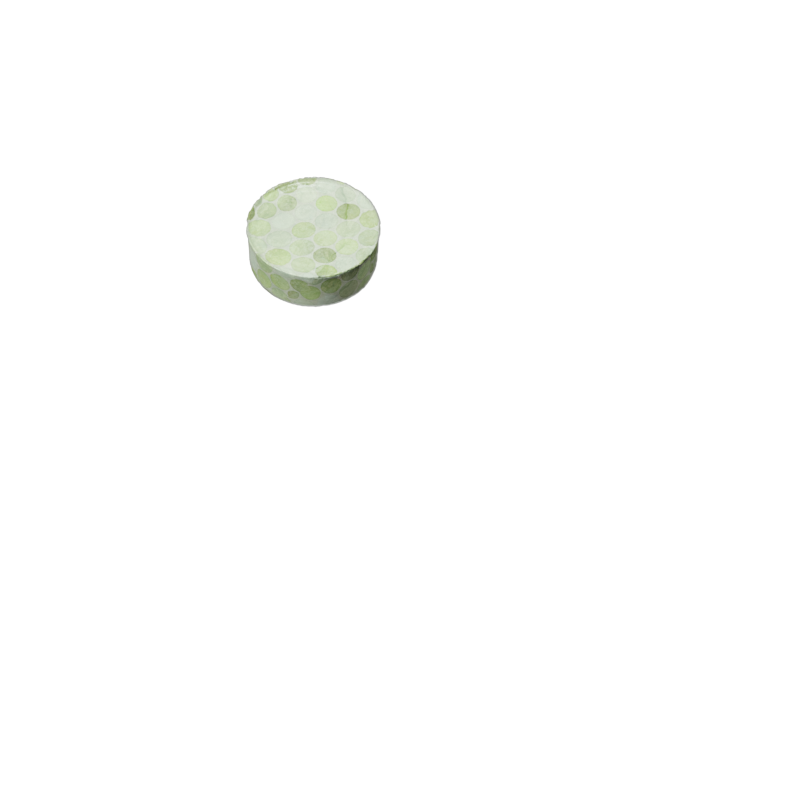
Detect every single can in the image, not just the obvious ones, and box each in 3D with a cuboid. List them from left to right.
[{"bbox_3d":[-0.056,-0.102,0.718,0.086,0.092,0.031,-1,-38,-1],"label":"can"}]
